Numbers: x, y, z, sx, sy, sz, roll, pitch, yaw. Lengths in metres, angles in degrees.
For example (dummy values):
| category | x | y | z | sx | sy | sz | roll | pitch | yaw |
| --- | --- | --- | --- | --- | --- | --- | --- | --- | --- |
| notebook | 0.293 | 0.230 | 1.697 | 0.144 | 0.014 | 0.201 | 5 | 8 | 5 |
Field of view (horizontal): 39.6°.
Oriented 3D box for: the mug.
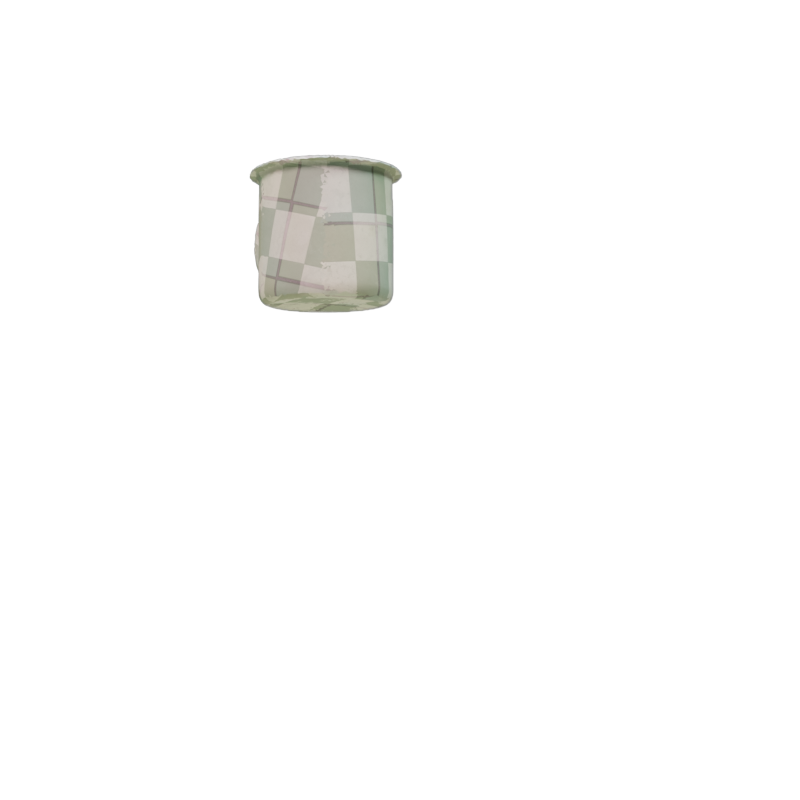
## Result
| category | x | y | z | sx | sy | sz | roll | pitch | yaw |
| --- | --- | --- | --- | --- | --- | --- | --- | --- | --- |
| mug | -0.053 | -0.097 | 0.682 | 0.089 | 0.083 | 0.120 | 5 | -8 | -42 |
